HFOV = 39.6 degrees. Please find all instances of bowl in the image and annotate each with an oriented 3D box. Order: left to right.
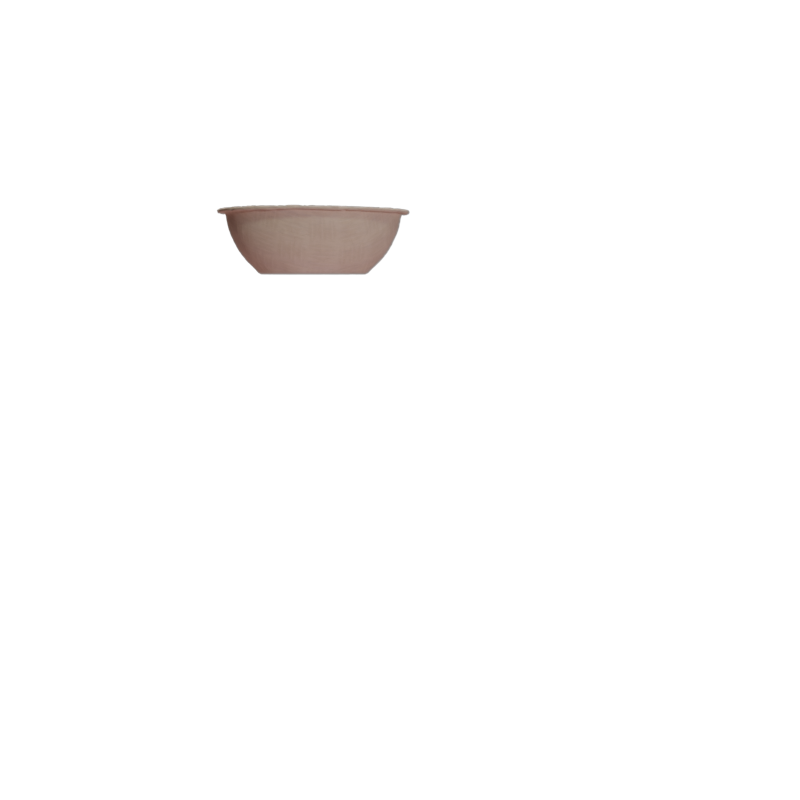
[{"bbox_3d":[-0.073,-0.133,0.928,0.162,0.055,0.163,0,6,-2],"label":"bowl"}]
